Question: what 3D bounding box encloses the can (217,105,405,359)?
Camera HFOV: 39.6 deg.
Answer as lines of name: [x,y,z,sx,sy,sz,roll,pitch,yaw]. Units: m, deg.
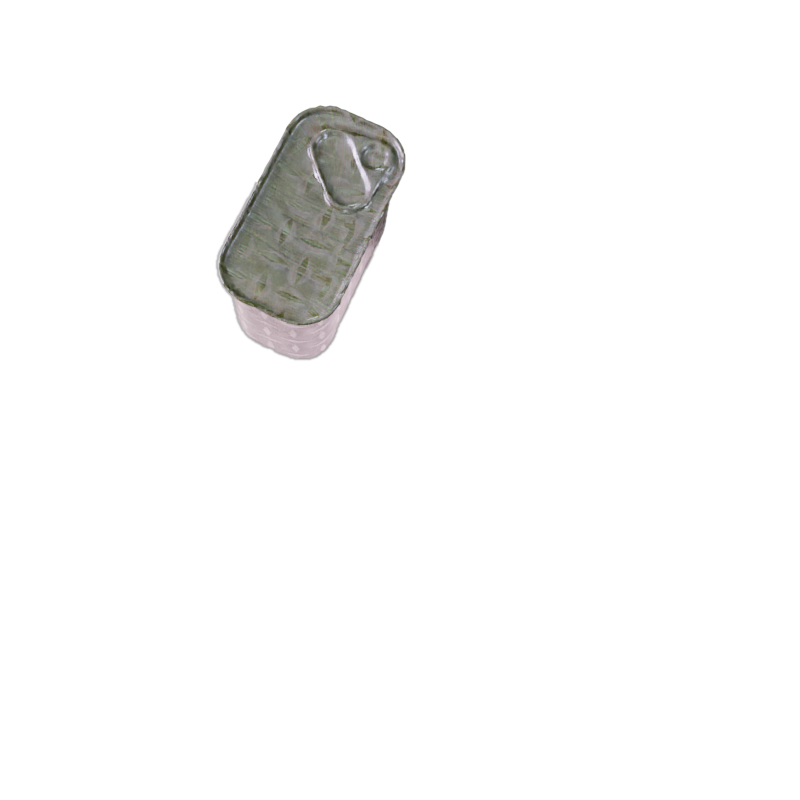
can: [-0.041,-0.075,0.528,0.058,0.104,0.081,24,-15,3]
